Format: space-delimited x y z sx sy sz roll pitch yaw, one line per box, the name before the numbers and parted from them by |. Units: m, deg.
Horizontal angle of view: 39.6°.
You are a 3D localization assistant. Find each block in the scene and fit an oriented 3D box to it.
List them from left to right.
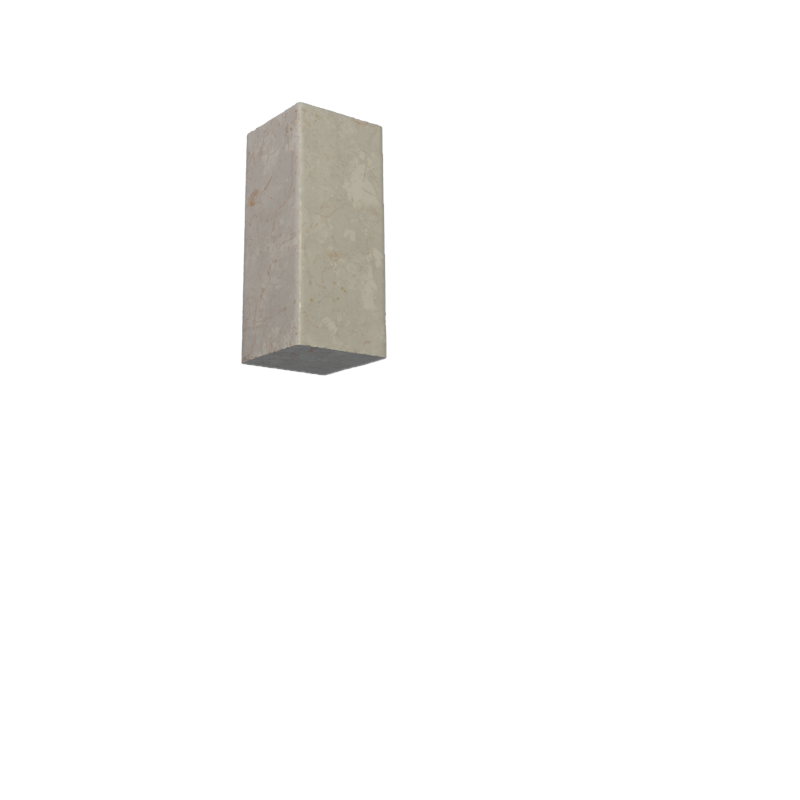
block | -0.074 -0.134 0.941 0.086 0.215 0.091 11 -21 -36
